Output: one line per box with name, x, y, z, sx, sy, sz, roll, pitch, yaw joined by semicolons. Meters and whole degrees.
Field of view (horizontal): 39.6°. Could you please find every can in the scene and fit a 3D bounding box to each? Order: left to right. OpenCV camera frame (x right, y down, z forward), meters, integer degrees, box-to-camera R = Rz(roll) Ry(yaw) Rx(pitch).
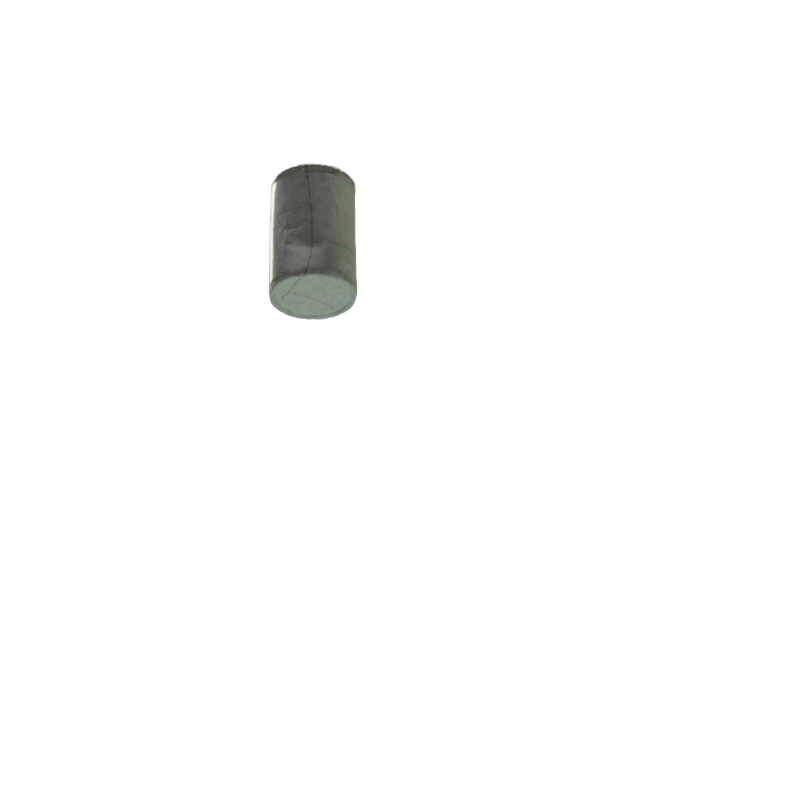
can;-0.067;-0.122;0.854;0.068;0.109;0.064;-1;-31;-2
